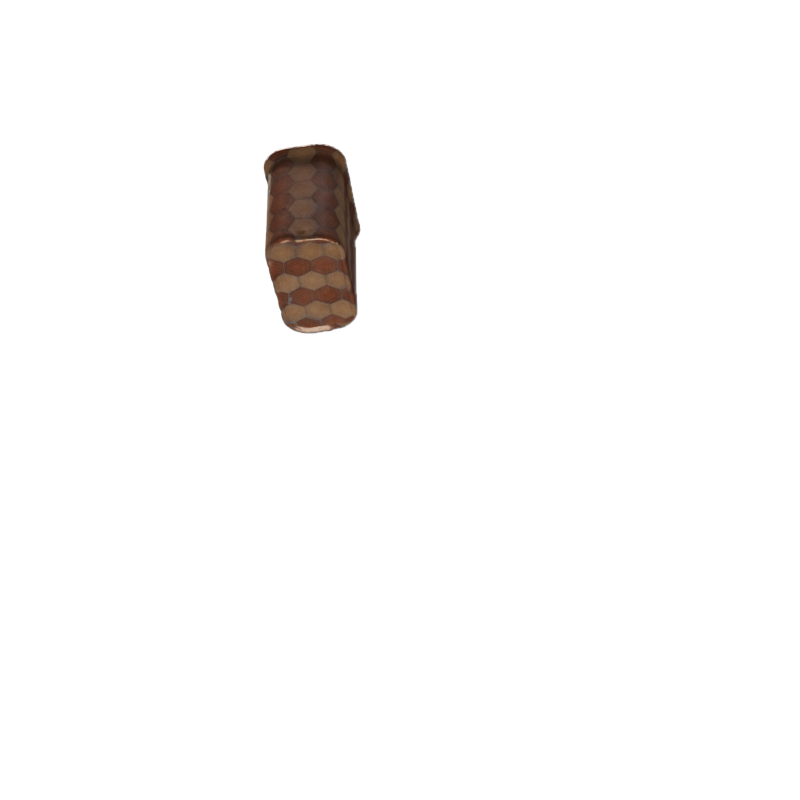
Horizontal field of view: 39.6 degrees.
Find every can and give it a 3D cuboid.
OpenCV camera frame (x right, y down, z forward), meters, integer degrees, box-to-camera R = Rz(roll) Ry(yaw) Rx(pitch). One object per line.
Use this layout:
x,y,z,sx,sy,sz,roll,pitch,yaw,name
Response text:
-0.059,-0.107,0.752,0.058,0.090,0.094,-6,-39,5,can
